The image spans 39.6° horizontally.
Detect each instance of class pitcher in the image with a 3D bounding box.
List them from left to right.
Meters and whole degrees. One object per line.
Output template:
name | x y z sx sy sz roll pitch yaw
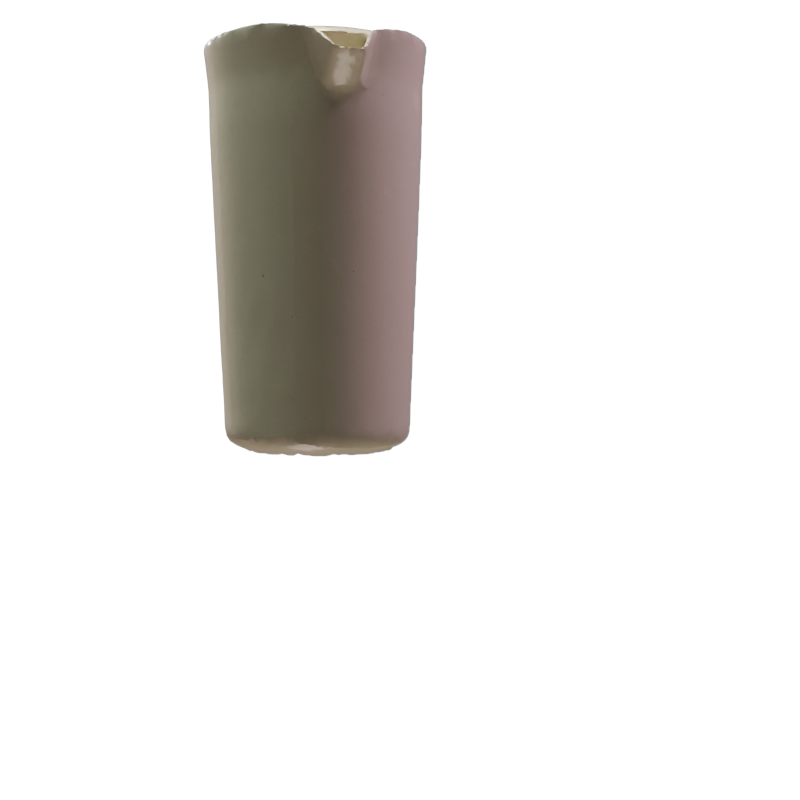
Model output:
pitcher | -0.052 -0.095 0.667 0.149 0.245 0.143 -2 -3 28
